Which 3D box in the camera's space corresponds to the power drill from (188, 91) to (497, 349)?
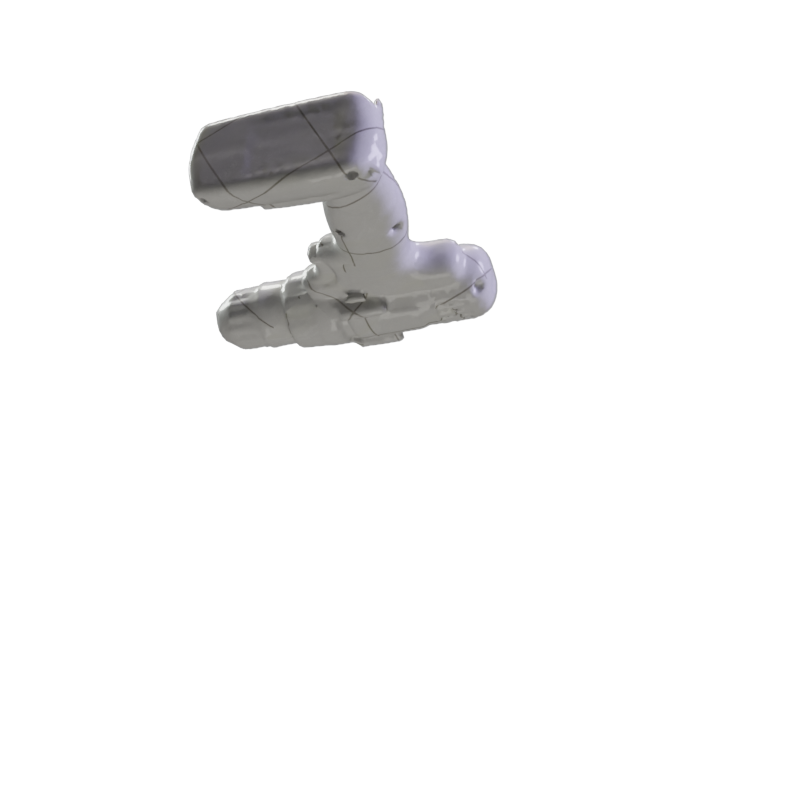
[{"bbox_3d":[-0.051,-0.093,0.652,0.187,0.061,0.174,-10,-30,17],"label":"power drill"}]
